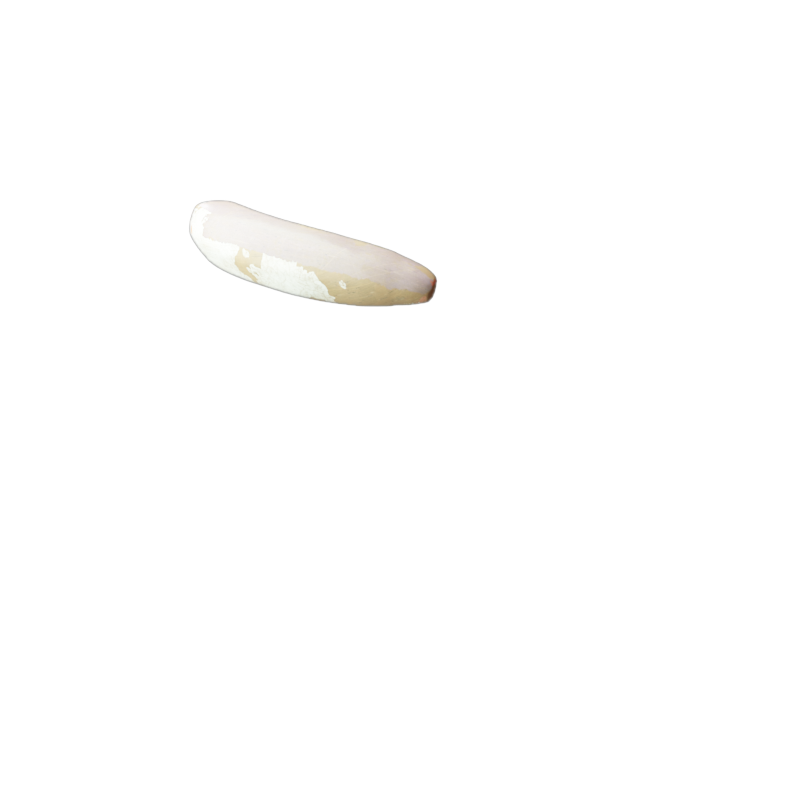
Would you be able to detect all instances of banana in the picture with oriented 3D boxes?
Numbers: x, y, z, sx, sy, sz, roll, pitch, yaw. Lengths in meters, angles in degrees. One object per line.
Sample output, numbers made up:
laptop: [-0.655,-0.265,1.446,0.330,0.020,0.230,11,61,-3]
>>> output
banana: [-0.065,-0.086,0.612,0.068,0.035,0.211,-14,26,-33]
